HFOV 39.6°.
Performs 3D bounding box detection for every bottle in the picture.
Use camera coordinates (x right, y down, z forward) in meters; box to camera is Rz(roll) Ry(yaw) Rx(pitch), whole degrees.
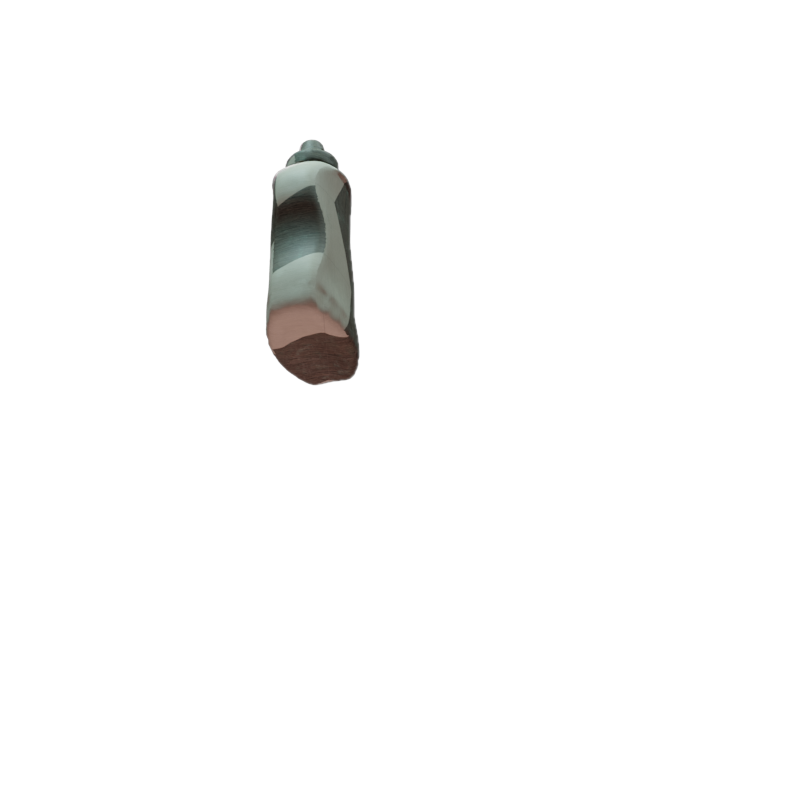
[{"bbox_3d":[-0.063,-0.115,0.804,0.059,0.205,0.089,-13,-37,13],"label":"bottle"}]
